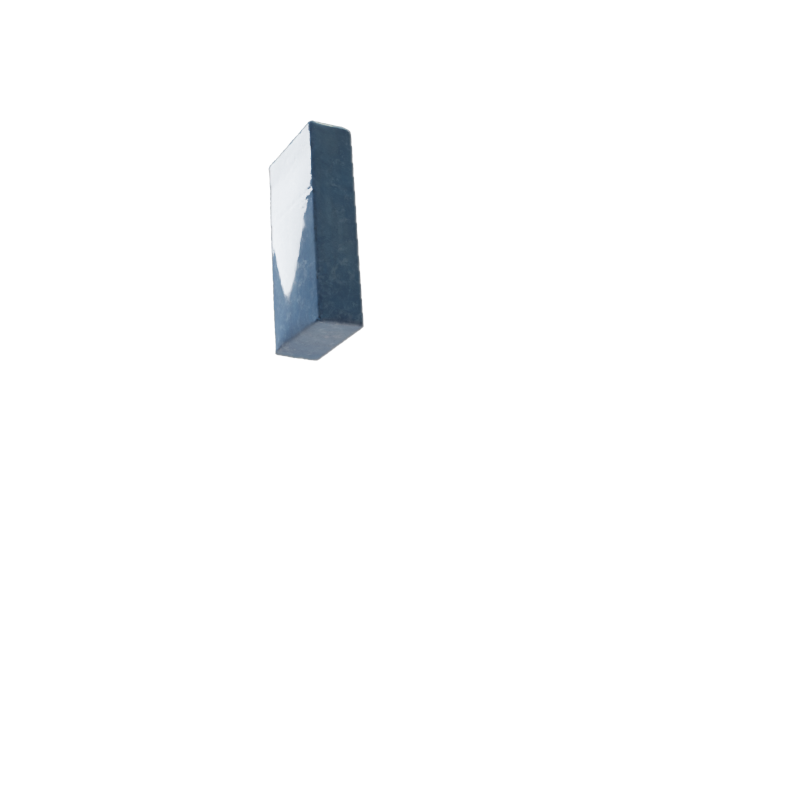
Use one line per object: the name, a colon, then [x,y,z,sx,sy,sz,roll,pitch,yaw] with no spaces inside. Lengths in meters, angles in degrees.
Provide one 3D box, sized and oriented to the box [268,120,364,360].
box: [-0.071,-0.130,0.912,0.046,0.186,0.092,10,-24,-26]
